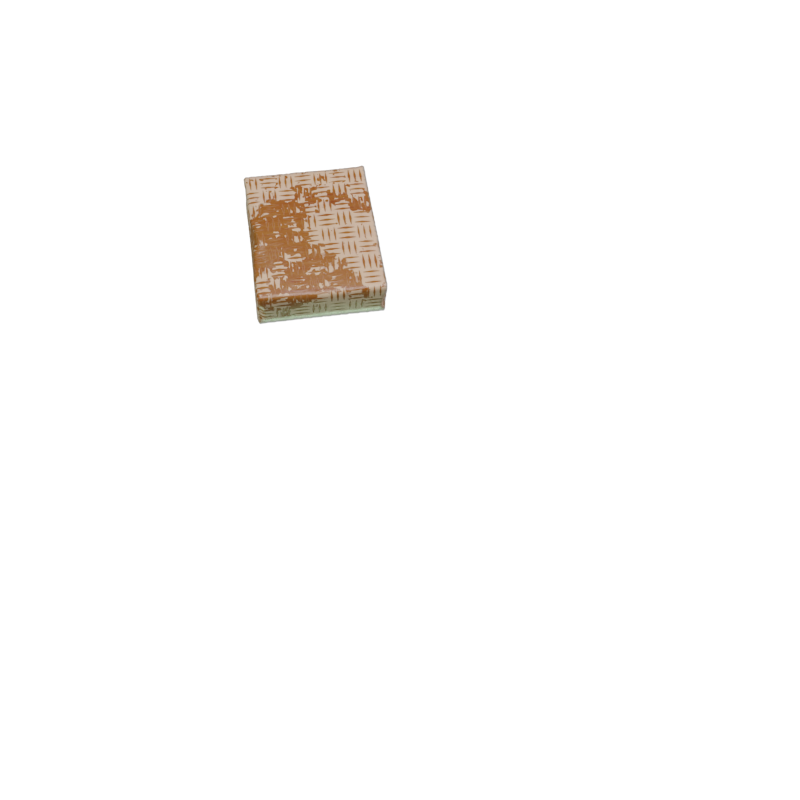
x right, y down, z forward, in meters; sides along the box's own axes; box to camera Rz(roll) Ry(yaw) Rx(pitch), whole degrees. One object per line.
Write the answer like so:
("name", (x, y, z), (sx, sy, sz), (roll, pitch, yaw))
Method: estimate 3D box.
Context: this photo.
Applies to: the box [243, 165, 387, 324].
("box", (-0.050, -0.092, 0.641), (0.073, 0.096, 0.028), (-7, -31, -5))
